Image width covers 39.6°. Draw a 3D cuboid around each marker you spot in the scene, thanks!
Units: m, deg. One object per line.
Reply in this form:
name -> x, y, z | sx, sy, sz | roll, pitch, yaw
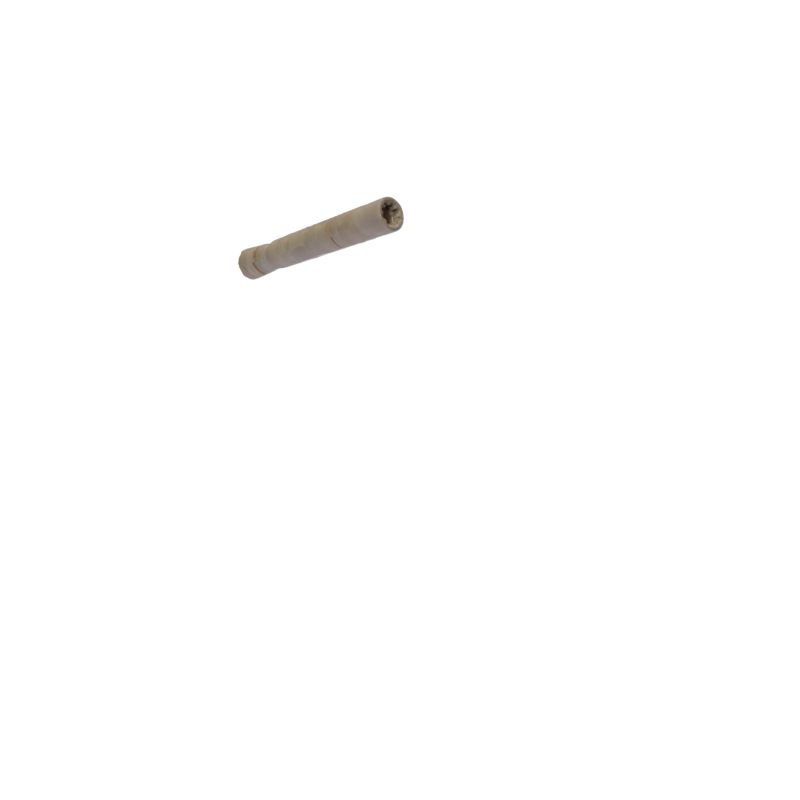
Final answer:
marker -> -0.048, -0.087, 0.609 | 0.123, 0.020, 0.019 | -11, -5, 44
